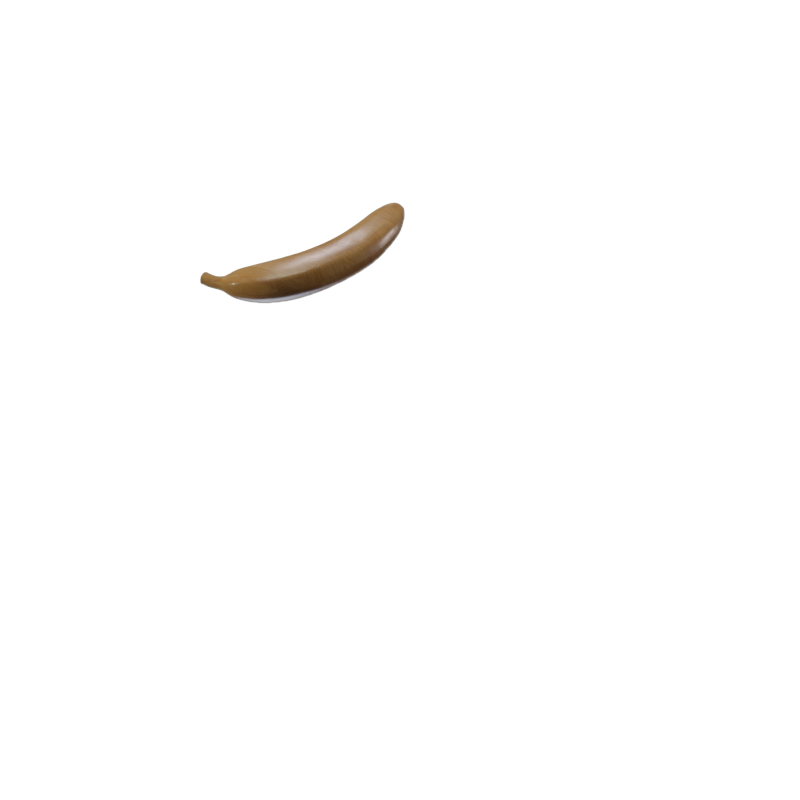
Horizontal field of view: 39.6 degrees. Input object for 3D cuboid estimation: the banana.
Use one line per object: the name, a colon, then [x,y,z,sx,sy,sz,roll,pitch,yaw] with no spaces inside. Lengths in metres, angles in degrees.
banana: [-0.070,-0.124,0.952,0.196,0.034,0.075,-22,50,-20]
